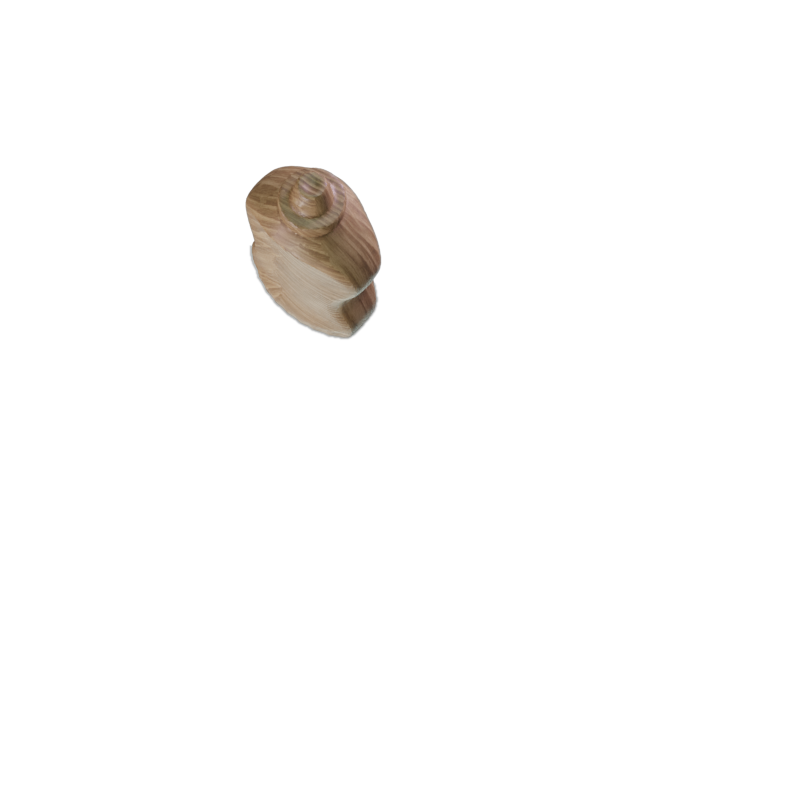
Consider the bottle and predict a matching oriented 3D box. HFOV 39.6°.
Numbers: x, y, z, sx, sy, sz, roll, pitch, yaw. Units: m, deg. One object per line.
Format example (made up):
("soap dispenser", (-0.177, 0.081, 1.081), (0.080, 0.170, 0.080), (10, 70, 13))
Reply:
("bottle", (-0.057, -0.103, 0.722), (0.099, 0.059, 0.184), (42, -13, 7))
